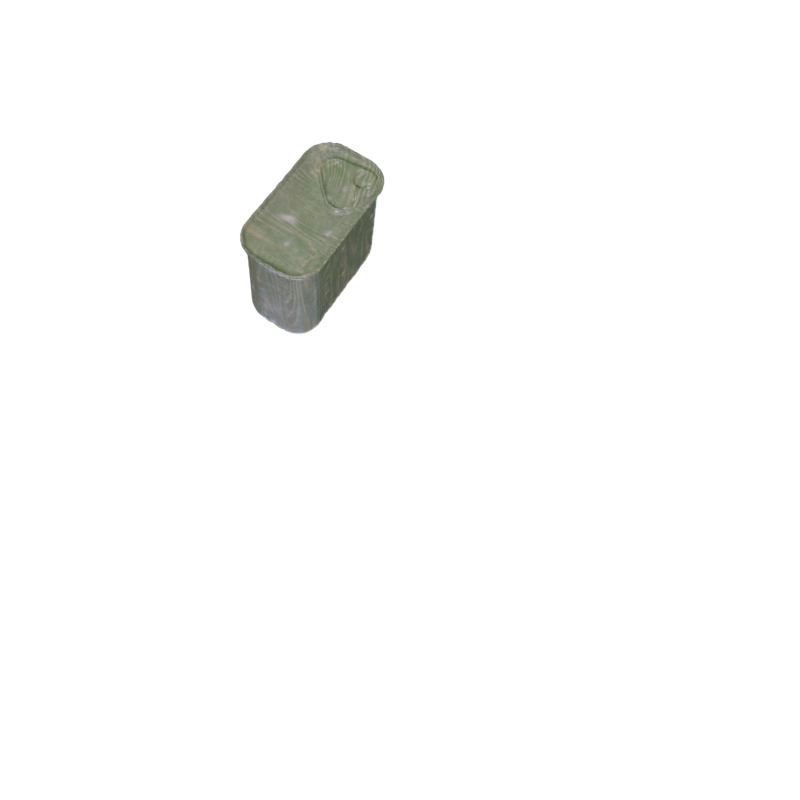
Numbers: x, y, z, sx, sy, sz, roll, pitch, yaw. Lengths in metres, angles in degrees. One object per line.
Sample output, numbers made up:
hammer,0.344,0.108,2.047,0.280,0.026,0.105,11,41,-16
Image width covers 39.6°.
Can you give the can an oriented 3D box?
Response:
can,-0.057,-0.104,0.726,0.059,0.104,0.079,30,-25,12
